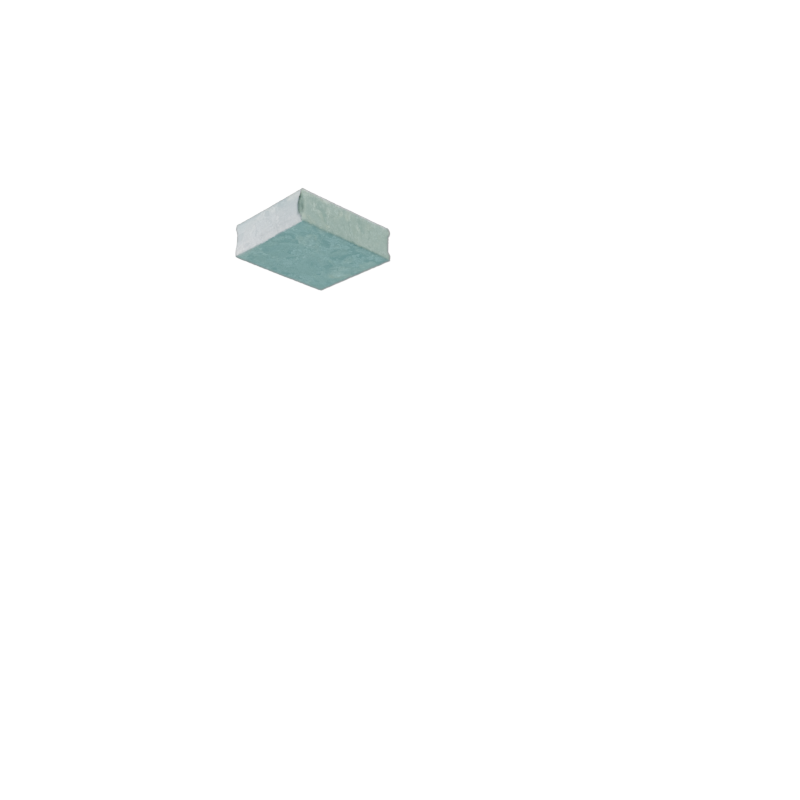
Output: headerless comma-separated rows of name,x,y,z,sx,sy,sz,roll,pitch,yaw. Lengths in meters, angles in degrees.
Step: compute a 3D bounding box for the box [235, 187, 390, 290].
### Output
box,-0.063,-0.115,0.802,0.084,0.032,0.074,19,-29,-40
